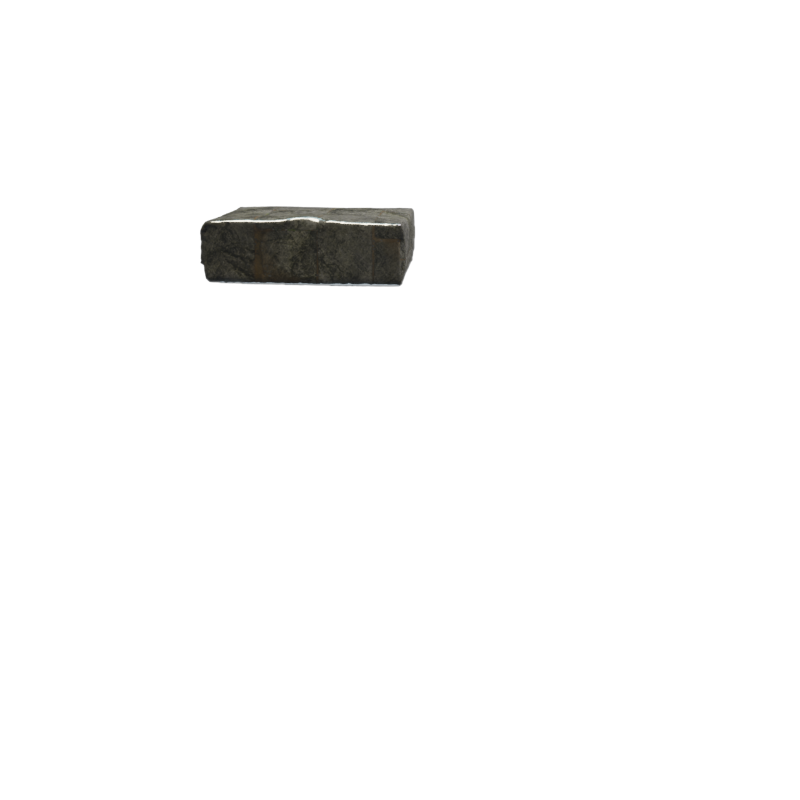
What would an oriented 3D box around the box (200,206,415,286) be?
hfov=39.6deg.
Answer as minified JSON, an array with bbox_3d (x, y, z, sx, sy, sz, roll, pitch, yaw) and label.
[{"bbox_3d":[-0.040,-0.073,0.508,0.090,0.029,0.074,2,14,7],"label":"box"}]
